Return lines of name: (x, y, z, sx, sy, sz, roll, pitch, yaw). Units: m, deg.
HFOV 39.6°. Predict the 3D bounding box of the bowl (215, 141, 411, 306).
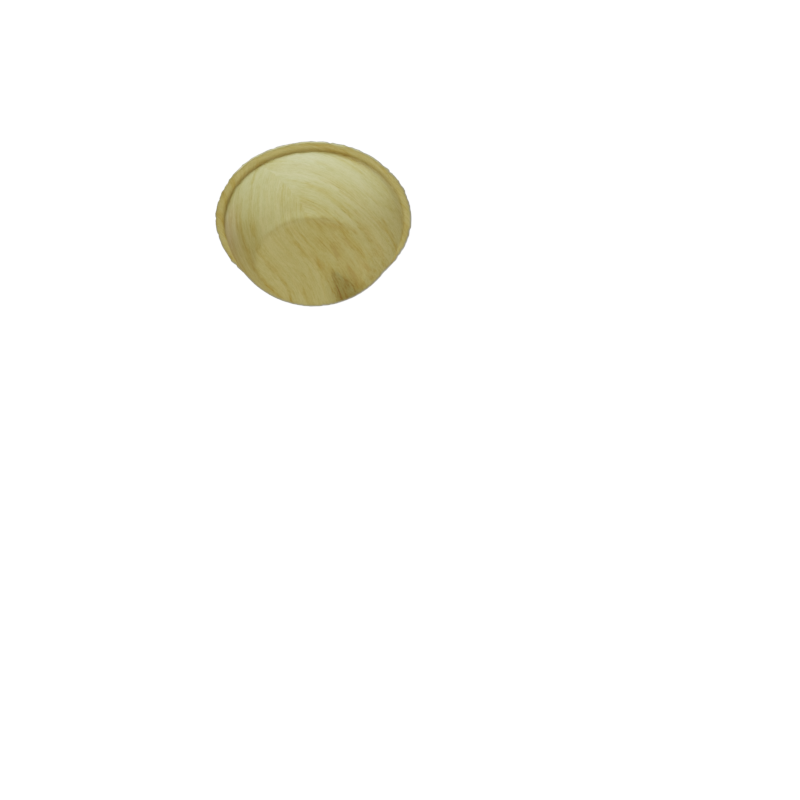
bowl: (-0.070, -0.128, 0.897, 0.162, 0.151, 0.059, 1, 43, -1)
